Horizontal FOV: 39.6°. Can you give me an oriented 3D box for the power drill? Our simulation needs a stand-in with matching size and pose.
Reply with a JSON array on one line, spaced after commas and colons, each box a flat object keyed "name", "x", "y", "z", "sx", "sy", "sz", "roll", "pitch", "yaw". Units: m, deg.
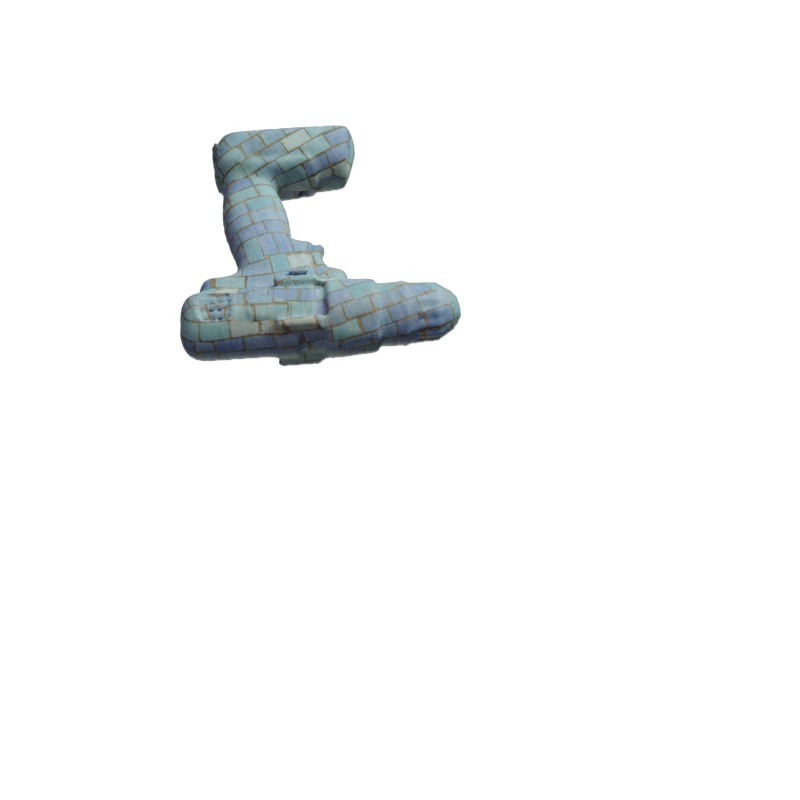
[{"name": "power drill", "x": -0.061, "y": -0.111, "z": 0.774, "sx": 0.184, "sy": 0.202, "sz": 0.053, "roll": -4, "pitch": -39, "yaw": -4}]
